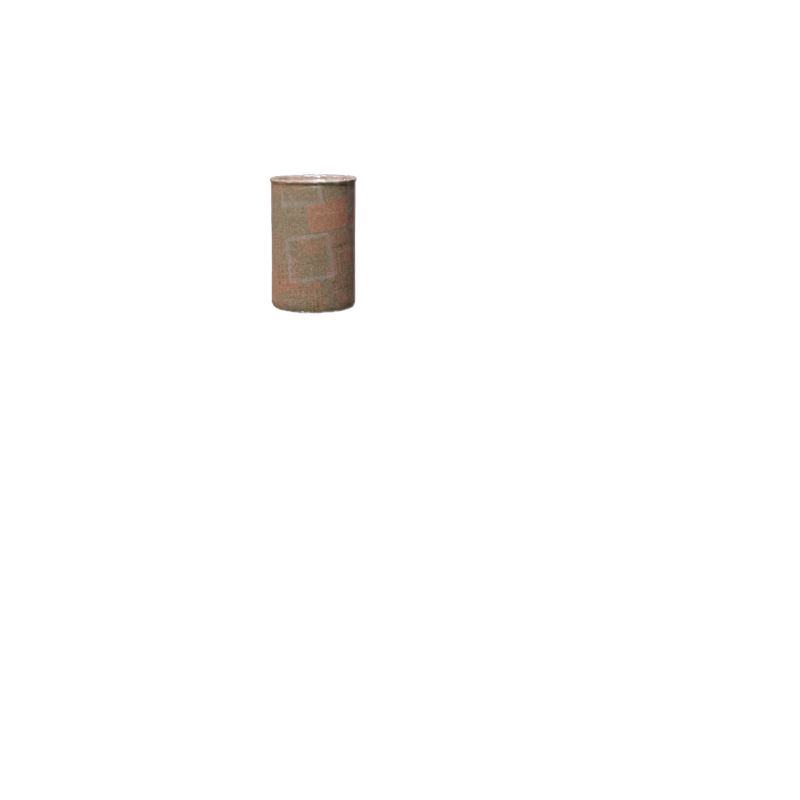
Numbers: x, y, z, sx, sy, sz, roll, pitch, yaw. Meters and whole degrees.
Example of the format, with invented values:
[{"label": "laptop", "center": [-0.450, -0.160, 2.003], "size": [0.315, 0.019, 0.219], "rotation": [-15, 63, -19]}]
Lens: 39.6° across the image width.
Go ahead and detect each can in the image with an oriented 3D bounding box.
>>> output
[{"label": "can", "center": [-0.068, -0.124, 0.872], "size": [0.068, 0.100, 0.070], "rotation": [0, 10, -2]}]
